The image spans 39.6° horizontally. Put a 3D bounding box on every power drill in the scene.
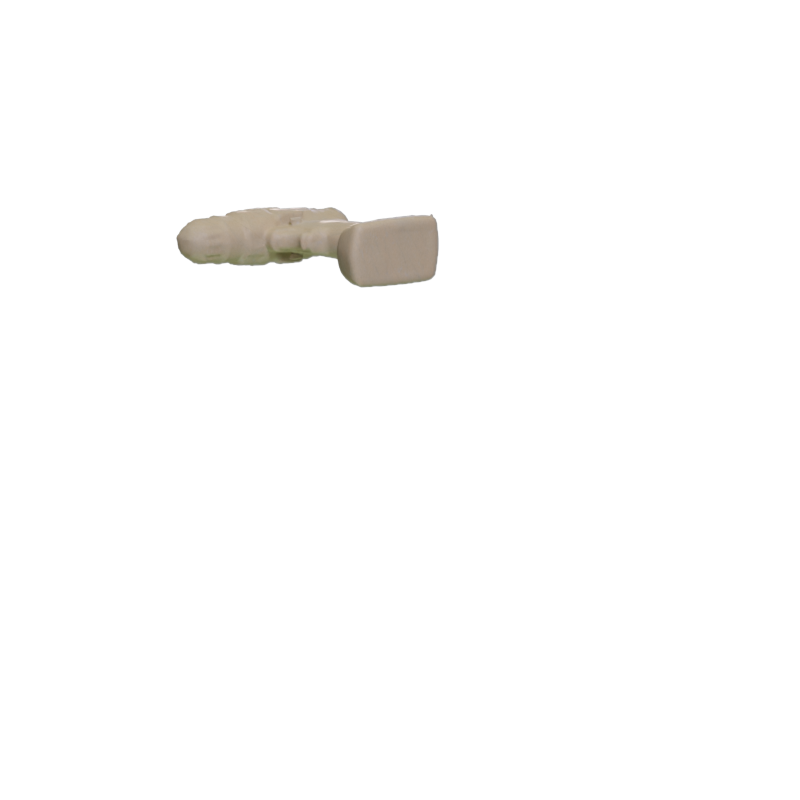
[{"bbox_3d":[-0.075,-0.138,0.964,0.180,0.056,0.198,-14,21,-41],"label":"power drill"}]
